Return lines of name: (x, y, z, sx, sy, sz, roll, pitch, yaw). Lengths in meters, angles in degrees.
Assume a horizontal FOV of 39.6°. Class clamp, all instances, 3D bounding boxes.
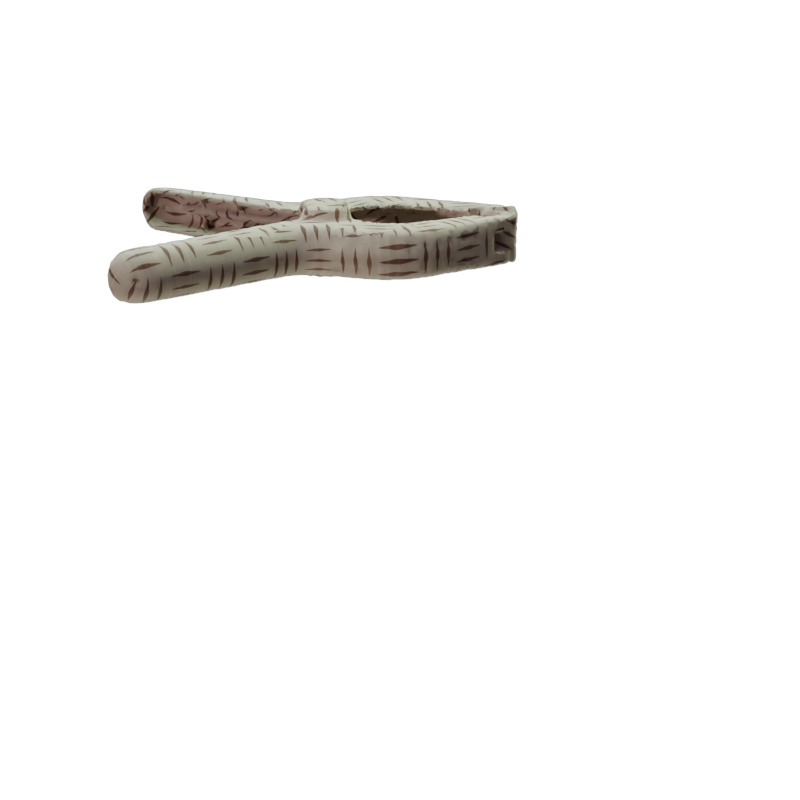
clamp: (-0.044, -0.081, 0.566, 0.211, 0.035, 0.171, 1, 22, 2)
